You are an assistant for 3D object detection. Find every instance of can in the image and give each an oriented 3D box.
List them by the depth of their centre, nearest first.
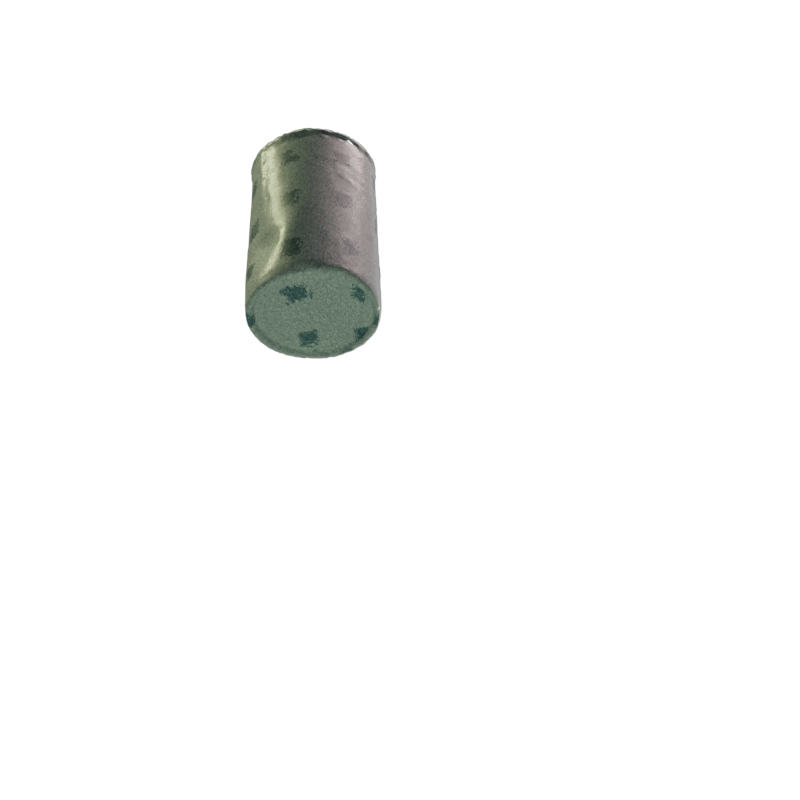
[{"bbox_3d":[-0.044,-0.081,0.567,0.068,0.110,0.064,-1,-41,-3],"label":"can"}]
